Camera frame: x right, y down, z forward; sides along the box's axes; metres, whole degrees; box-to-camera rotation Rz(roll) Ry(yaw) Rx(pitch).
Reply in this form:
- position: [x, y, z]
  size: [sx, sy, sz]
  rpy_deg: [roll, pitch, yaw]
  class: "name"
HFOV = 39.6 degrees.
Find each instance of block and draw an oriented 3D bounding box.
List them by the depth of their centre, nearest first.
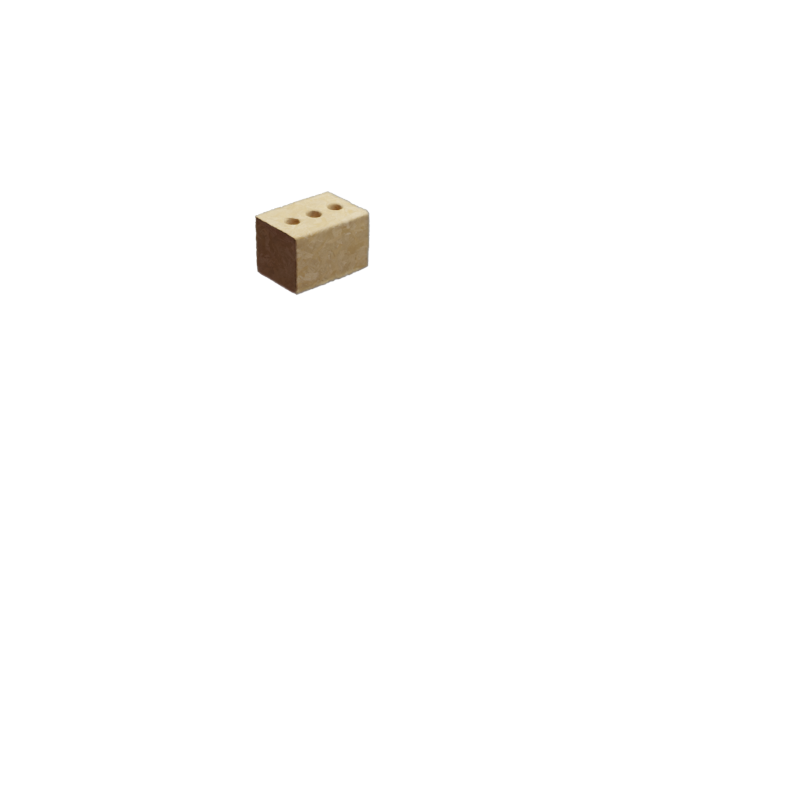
- position: [-0.069, -0.126, 0.881]
  size: [0.077, 0.048, 0.056]
  rpy_deg: [-25, 39, -35]
  class: "block"
